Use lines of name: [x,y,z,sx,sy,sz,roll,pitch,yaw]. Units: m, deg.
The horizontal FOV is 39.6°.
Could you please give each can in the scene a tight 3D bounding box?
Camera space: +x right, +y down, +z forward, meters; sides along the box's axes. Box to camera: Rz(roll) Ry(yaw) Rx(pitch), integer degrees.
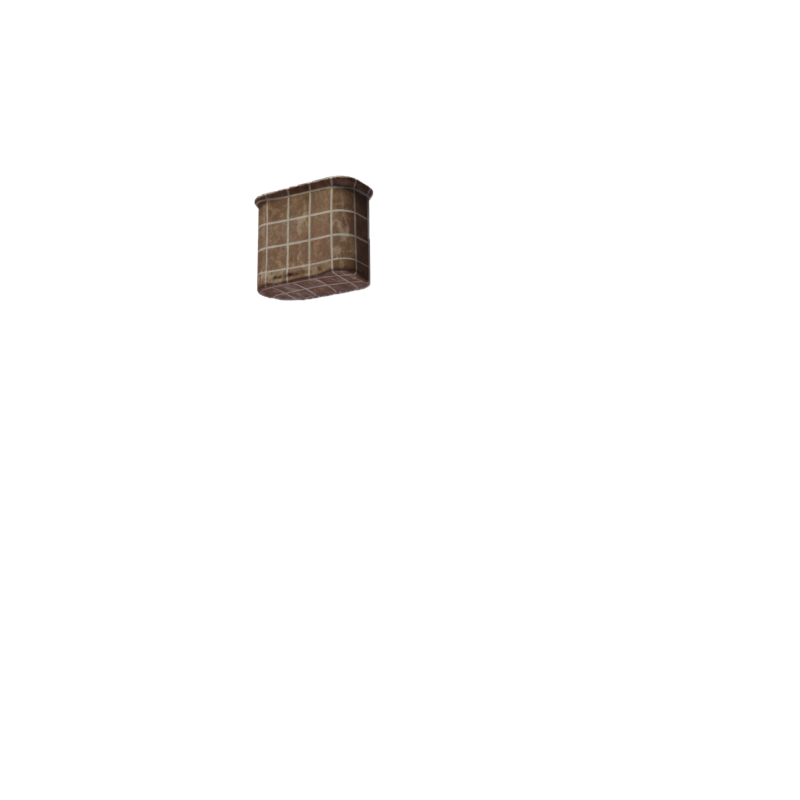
can: [-0.073,-0.133,0.934,0.104,0.087,0.054,-10,-19,30]
